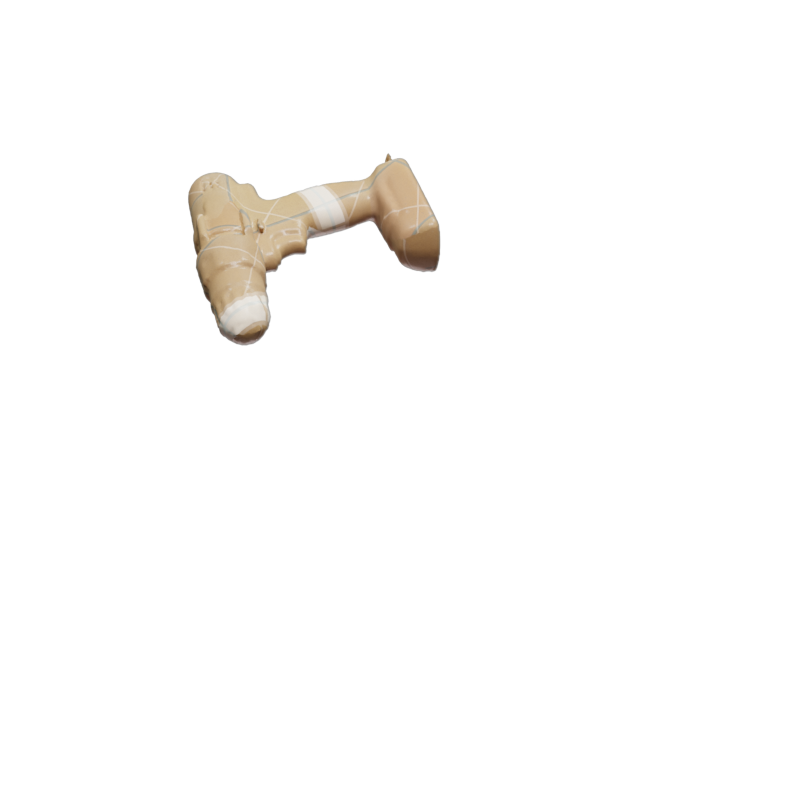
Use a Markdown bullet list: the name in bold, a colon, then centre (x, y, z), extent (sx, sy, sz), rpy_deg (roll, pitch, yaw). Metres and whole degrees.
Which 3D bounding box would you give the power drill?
- **power drill**: centre (-0.068, -0.124, 0.869), extent (0.186, 0.053, 0.200), rpy_deg (-10, 46, -10)
